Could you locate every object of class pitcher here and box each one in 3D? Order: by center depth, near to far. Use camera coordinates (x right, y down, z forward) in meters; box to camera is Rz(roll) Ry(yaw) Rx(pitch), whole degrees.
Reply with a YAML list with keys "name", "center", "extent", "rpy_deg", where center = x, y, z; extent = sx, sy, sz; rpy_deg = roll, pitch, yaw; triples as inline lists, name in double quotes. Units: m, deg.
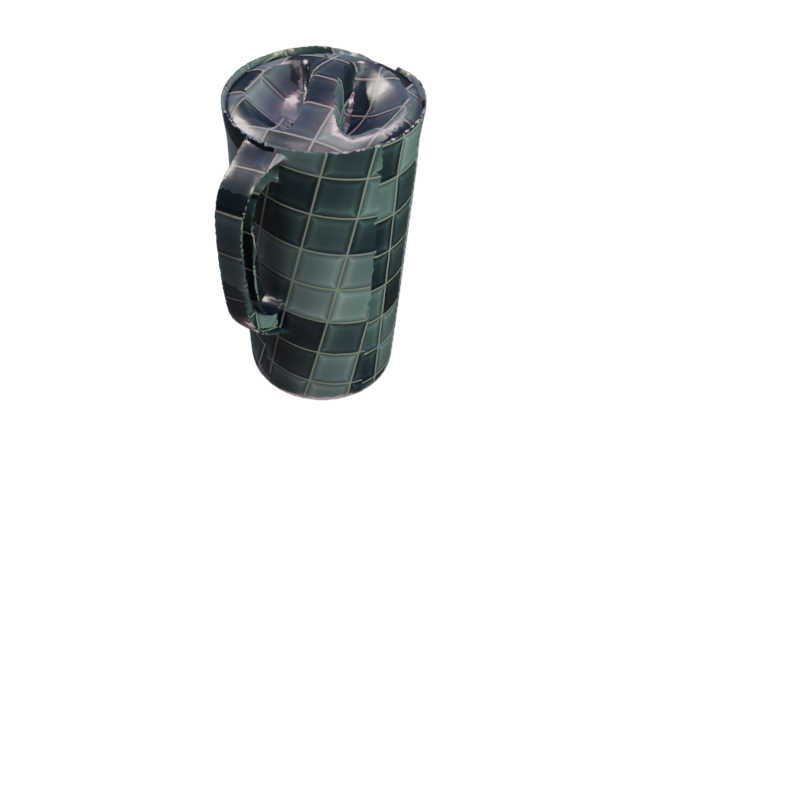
- name: "pitcher"
  center: [-0.061, -0.111, 0.780]
  extent: [0.147, 0.226, 0.157]
  rpy_deg: [-8, 43, -12]
